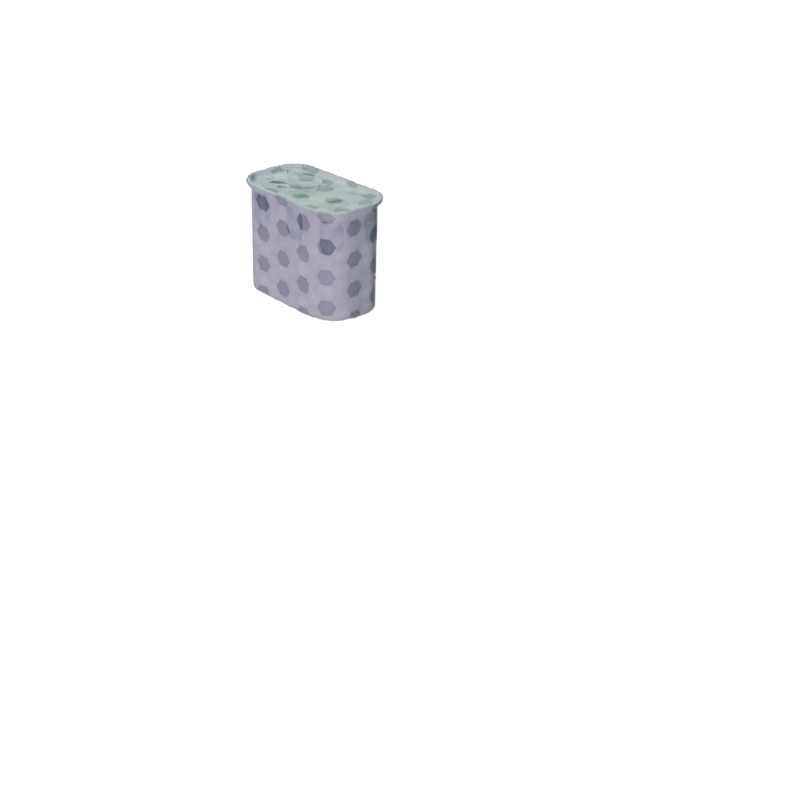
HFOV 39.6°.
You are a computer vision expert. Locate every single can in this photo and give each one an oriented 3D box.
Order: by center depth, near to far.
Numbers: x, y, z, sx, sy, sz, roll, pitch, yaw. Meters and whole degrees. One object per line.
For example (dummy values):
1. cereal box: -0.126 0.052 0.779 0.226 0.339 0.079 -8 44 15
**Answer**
1. can: -0.061 -0.111 0.780 0.057 0.079 0.109 -21 35 -38
